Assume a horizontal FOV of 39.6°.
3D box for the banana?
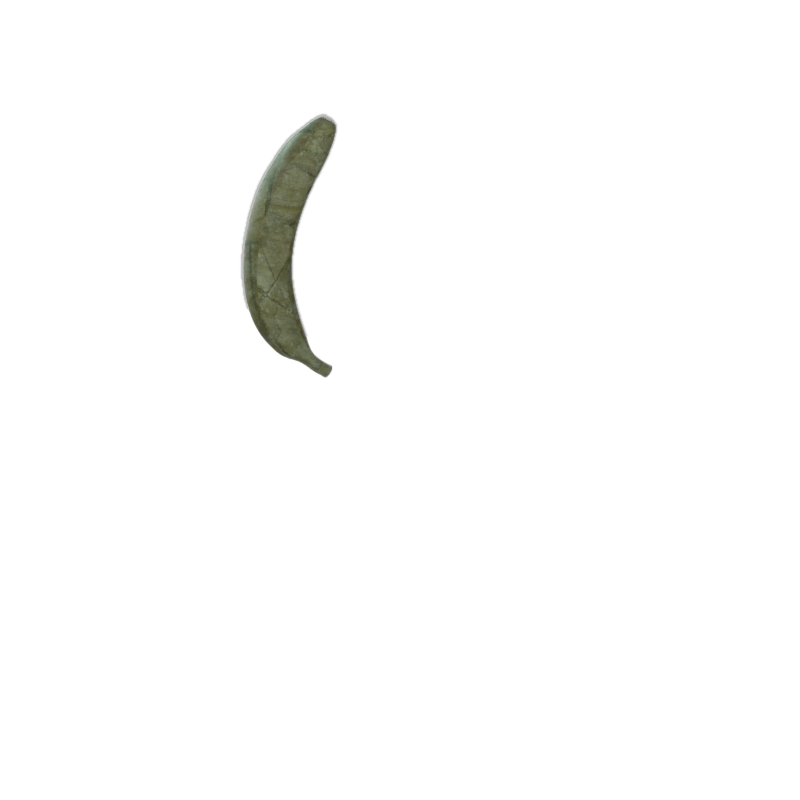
[{"bbox_3d":[-0.084,-0.115,0.833,0.069,0.192,0.038,1,14,-1],"label":"banana"}]
